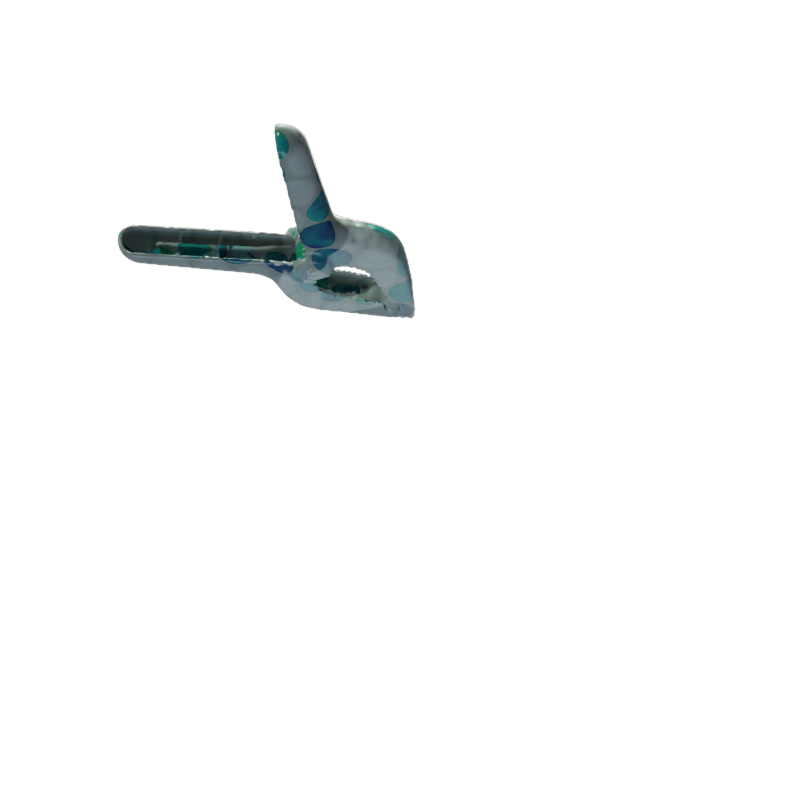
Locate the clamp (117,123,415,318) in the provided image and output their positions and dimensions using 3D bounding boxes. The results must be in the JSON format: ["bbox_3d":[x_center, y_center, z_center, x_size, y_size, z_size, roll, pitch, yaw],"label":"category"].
[{"bbox_3d":[-0.057,-0.105,0.734,0.198,0.039,0.164,20,-33,-34],"label":"clamp"}]
